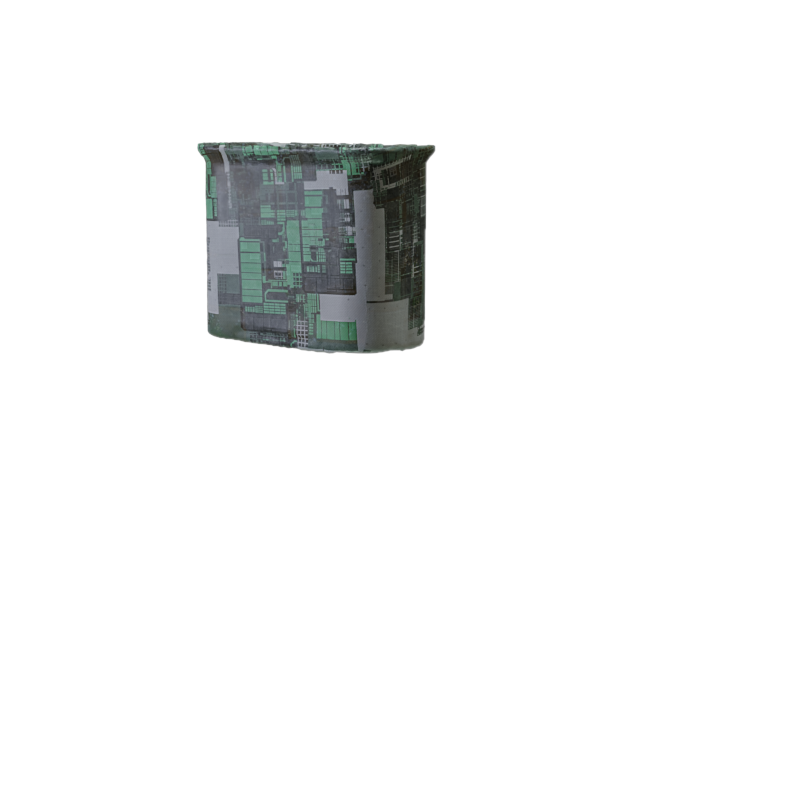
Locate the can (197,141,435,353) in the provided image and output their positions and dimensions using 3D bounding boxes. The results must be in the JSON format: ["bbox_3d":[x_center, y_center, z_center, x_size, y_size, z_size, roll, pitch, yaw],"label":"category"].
[{"bbox_3d":[-0.037,-0.068,0.473,0.106,0.082,0.056,8,11,34],"label":"can"}]
